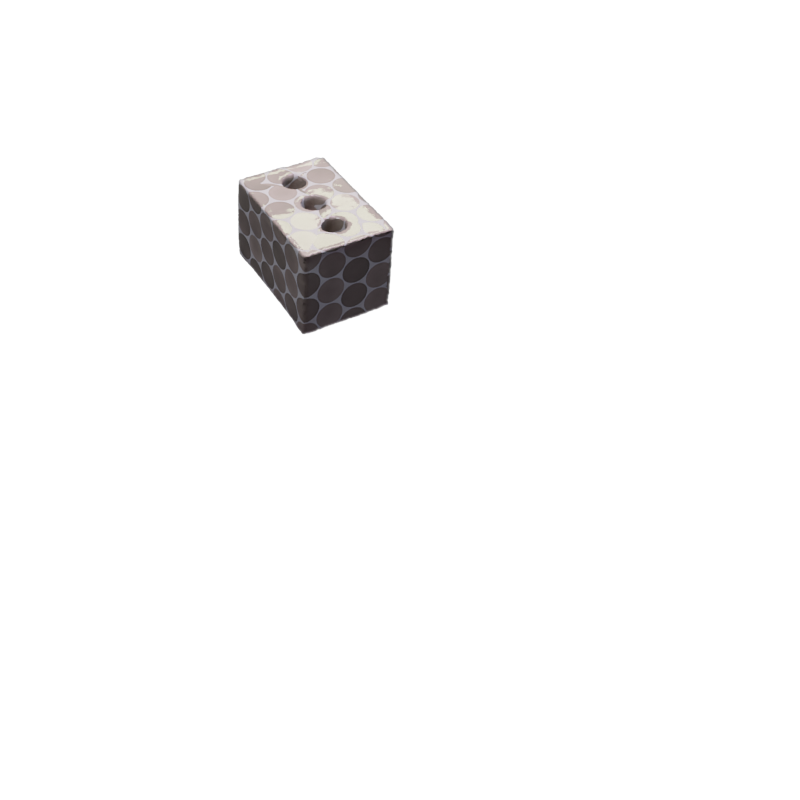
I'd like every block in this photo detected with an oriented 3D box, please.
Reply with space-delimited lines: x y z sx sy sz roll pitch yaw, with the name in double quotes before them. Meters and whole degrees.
"block" -0.045 -0.083 0.578 0.052 0.048 0.084 -20 45 -23
